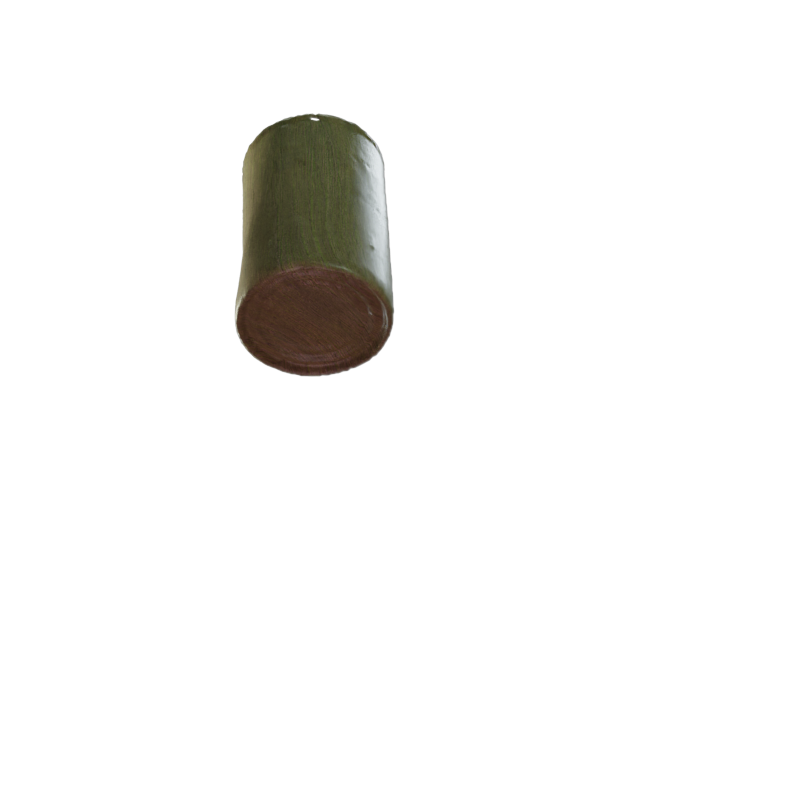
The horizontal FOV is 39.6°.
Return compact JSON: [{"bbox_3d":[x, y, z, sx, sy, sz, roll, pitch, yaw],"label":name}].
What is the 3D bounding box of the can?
[{"bbox_3d":[-0.038,-0.070,0.491,0.068,0.110,0.064,-1,-44,-3],"label":"can"}]
